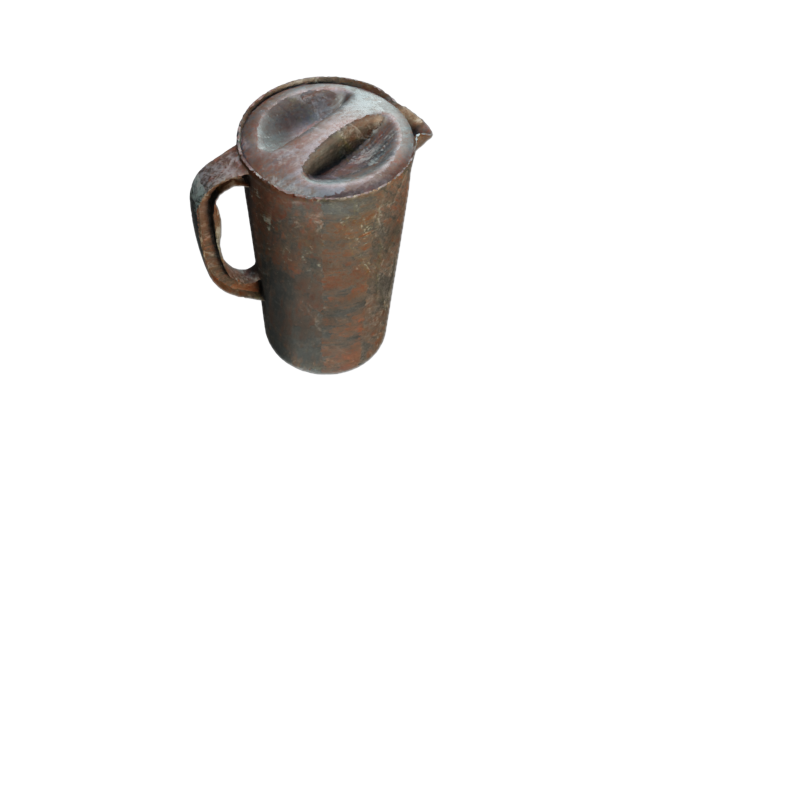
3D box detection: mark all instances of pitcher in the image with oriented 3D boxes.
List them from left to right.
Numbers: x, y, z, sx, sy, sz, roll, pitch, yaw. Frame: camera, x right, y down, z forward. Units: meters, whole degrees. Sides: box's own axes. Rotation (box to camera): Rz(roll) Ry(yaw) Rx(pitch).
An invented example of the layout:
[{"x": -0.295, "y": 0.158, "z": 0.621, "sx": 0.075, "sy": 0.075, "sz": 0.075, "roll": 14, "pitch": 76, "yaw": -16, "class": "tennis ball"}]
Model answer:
[{"x": -0.070, "y": -0.128, "z": 0.894, "sx": 0.154, "sy": 0.151, "sz": 0.227, "roll": 20, "pitch": -36, "yaw": 12, "class": "pitcher"}]
